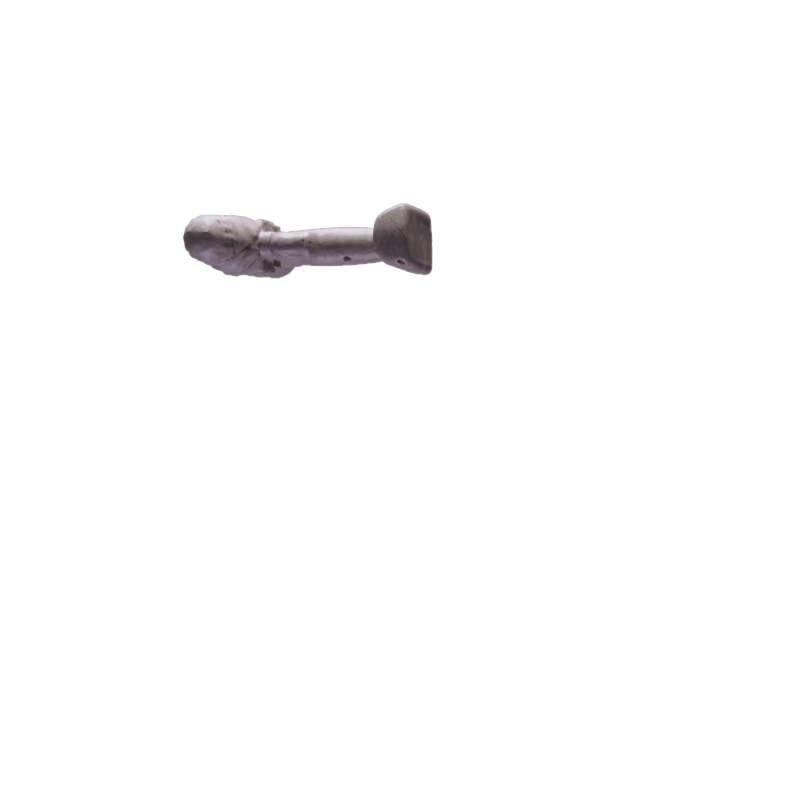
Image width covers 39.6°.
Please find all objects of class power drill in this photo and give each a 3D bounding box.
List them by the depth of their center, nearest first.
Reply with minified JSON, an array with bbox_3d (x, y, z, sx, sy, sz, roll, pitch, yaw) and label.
[{"bbox_3d":[-0.075,-0.137,0.961,0.192,0.057,0.180,1,3,18],"label":"power drill"}]
